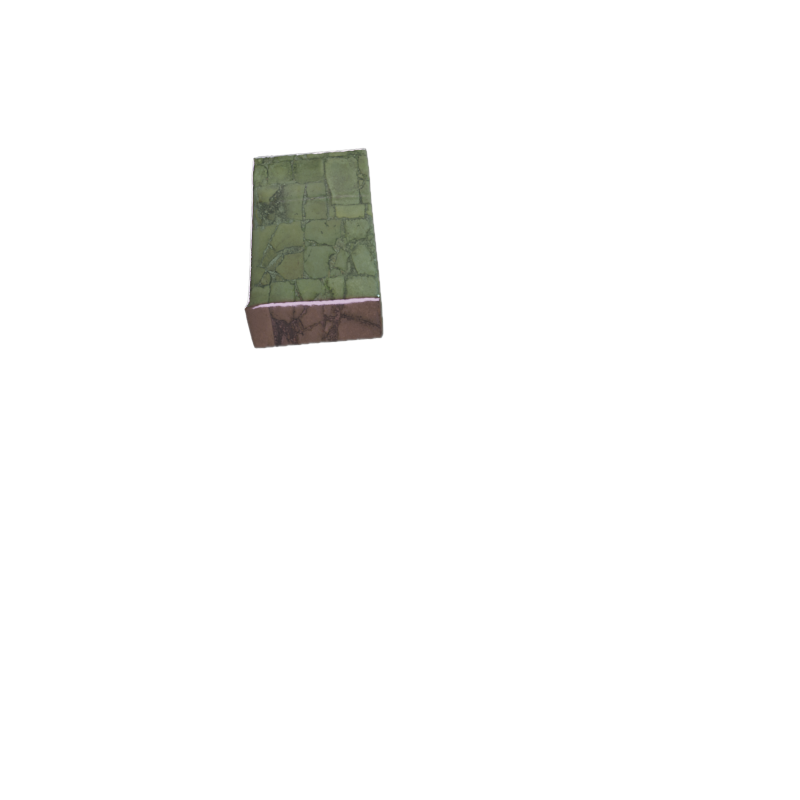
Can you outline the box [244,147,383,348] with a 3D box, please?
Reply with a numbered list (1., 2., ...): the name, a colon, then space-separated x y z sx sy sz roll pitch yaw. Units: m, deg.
1. box: -0.064 -0.116 0.817 0.093 0.045 0.189 -5 42 1
